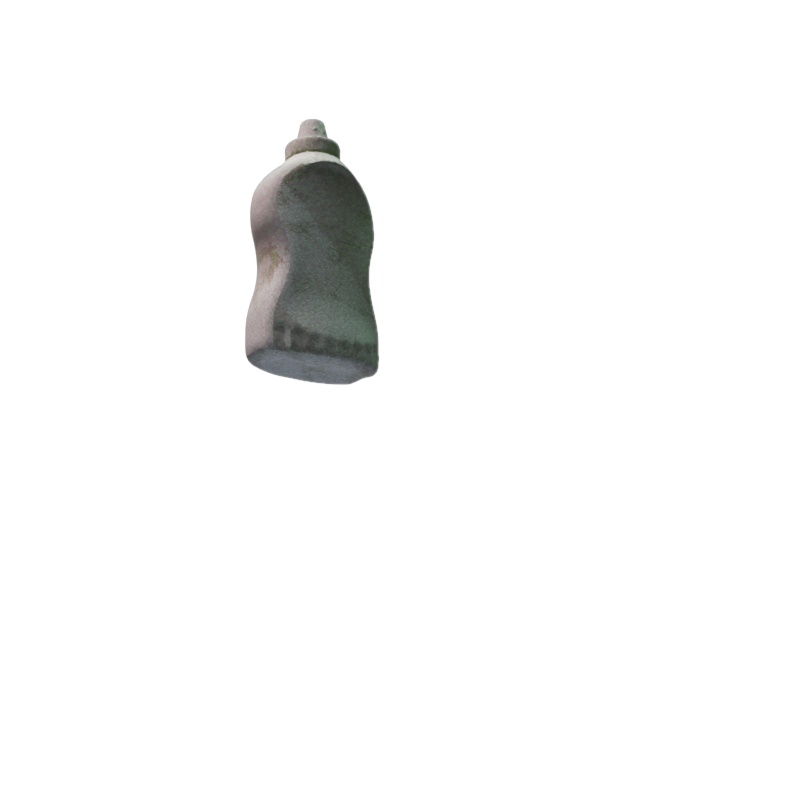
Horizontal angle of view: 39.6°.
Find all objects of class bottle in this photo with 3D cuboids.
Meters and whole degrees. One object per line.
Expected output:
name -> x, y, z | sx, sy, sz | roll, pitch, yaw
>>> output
bottle -> -0.062, -0.112, 0.788 | 0.091, 0.201, 0.058 | 13, -26, -34
